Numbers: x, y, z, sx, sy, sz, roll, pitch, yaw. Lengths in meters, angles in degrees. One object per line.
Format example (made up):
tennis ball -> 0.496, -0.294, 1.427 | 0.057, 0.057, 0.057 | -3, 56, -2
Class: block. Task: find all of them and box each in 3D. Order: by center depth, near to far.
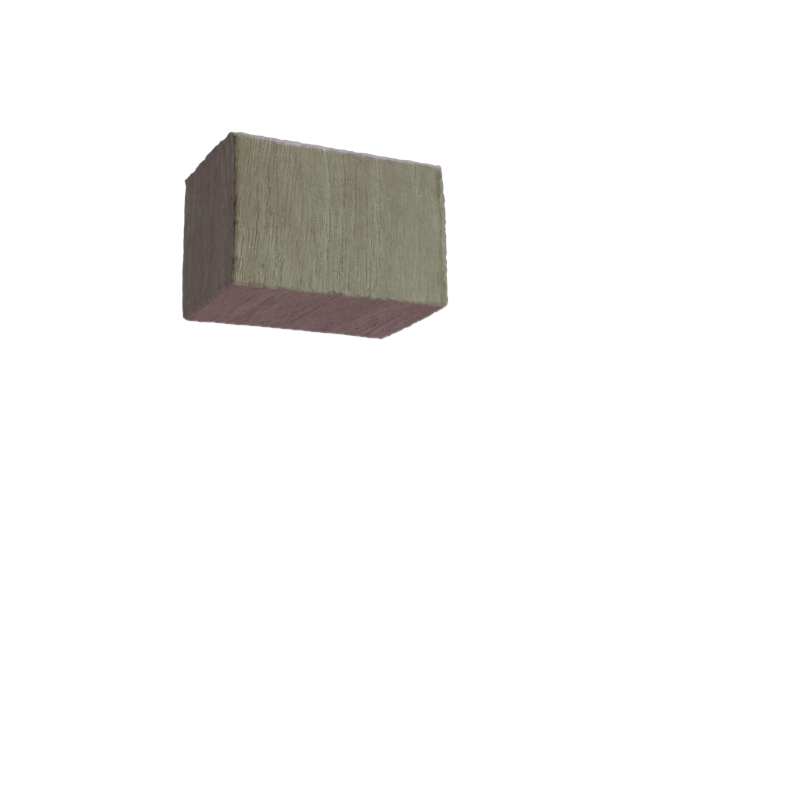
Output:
block -> -0.029, -0.054, 0.376 | 0.075, 0.053, 0.053 | 6, -15, -25
